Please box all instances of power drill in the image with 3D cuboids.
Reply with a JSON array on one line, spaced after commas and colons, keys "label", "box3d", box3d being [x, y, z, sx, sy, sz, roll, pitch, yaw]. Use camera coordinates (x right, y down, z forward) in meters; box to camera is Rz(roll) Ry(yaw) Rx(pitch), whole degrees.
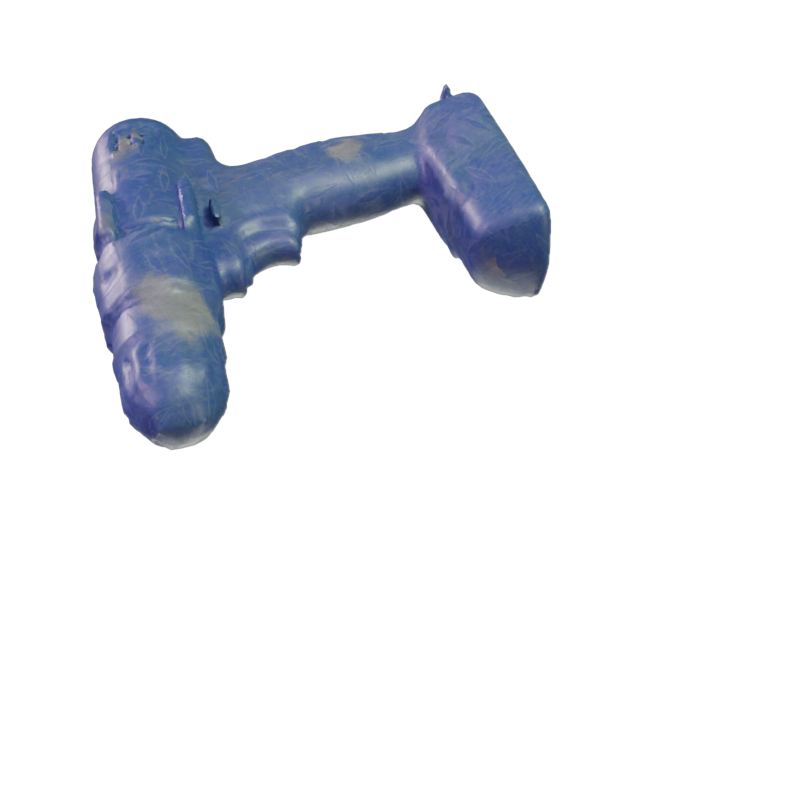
[{"label": "power drill", "box3d": [-0.037, -0.067, 0.472, 0.186, 0.053, 0.200, -10, 46, -10]}]
